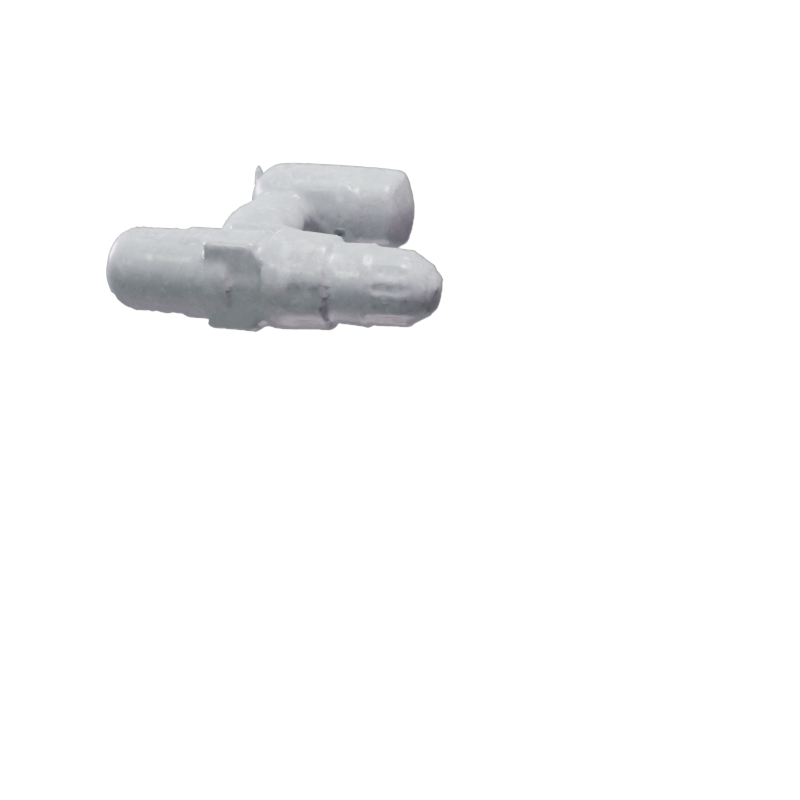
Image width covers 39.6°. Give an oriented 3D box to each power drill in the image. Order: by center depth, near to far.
[{"bbox_3d":[-0.050,-0.092,0.644,0.189,0.055,0.191,7,23,16],"label":"power drill"}]
